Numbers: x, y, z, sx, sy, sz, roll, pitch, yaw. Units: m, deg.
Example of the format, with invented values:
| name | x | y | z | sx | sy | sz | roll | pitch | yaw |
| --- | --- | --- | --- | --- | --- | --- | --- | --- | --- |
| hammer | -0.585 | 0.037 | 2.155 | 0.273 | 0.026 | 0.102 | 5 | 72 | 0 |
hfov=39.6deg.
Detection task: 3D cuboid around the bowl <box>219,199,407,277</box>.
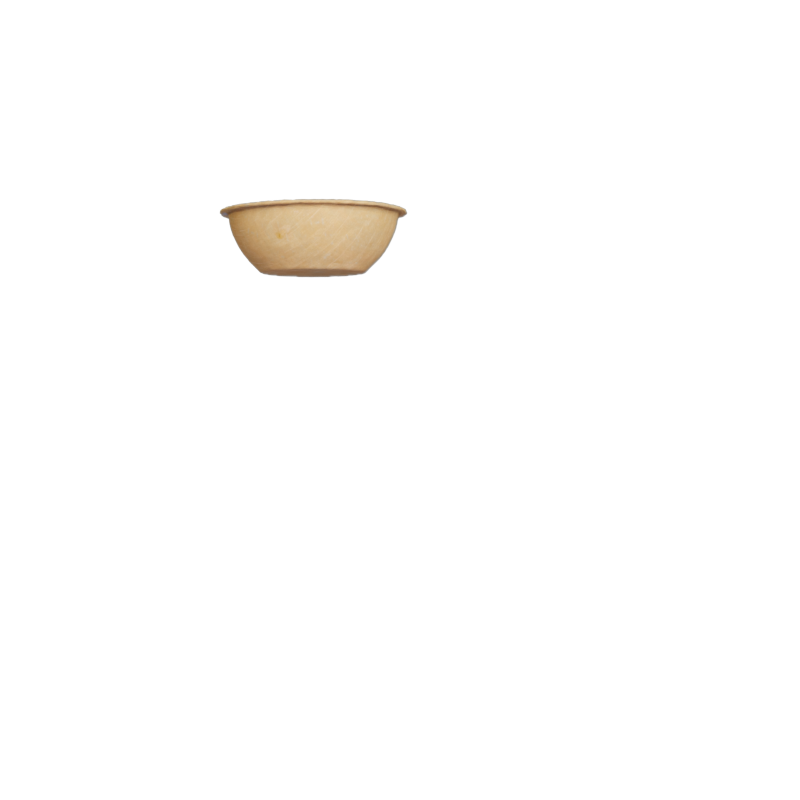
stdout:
| name | x | y | z | sx | sy | sz | roll | pitch | yaw |
| --- | --- | --- | --- | --- | --- | --- | --- | --- | --- |
| bowl | -0.075 | -0.137 | 0.957 | 0.162 | 0.055 | 0.161 | 0 | 1 | -2 |
